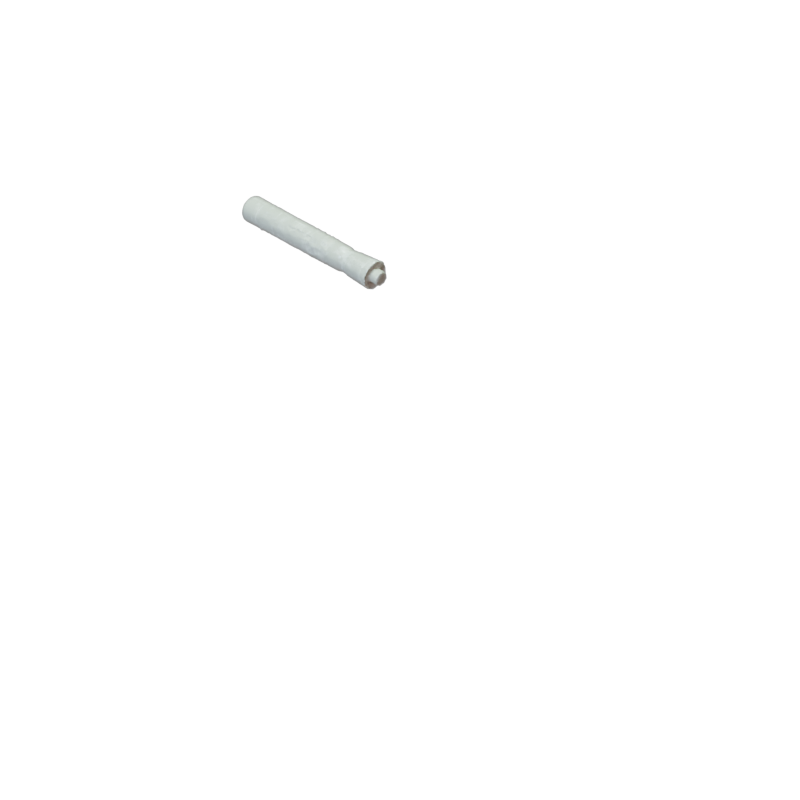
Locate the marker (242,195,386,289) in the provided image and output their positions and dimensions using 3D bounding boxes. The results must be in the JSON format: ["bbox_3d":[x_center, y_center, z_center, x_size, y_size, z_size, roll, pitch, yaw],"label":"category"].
[{"bbox_3d":[-0.055,-0.100,0.702,0.129,0.019,0.019,32,23,37],"label":"marker"}]
